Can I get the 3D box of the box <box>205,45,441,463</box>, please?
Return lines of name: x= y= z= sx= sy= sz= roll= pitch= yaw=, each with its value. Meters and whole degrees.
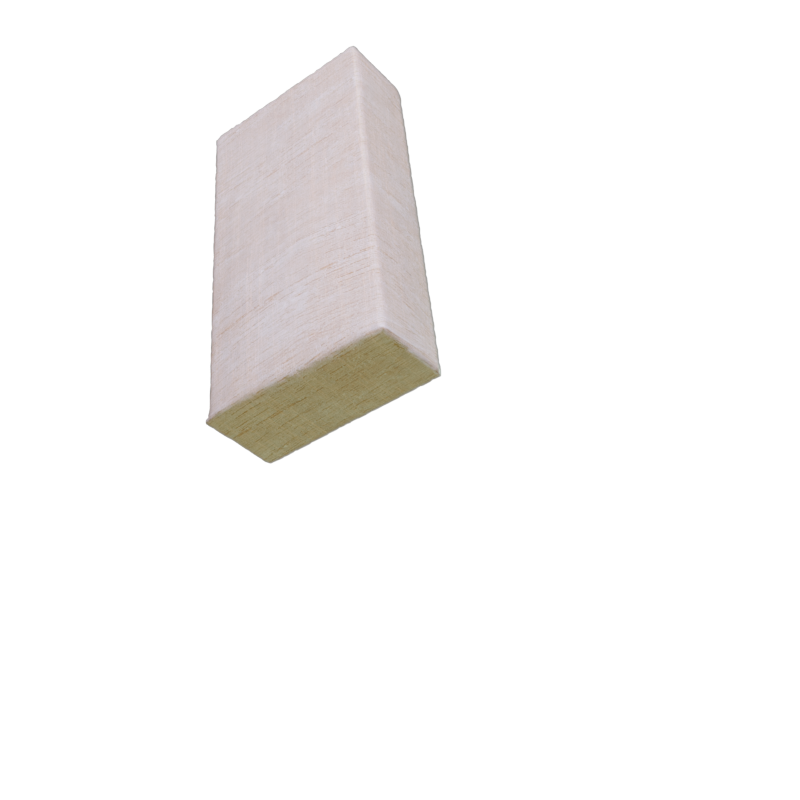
box: x=-0.038 y=-0.070 z=0.493 sx=0.093 sy=0.189 sz=0.045 roll=-28 pitch=-47 yaw=25
